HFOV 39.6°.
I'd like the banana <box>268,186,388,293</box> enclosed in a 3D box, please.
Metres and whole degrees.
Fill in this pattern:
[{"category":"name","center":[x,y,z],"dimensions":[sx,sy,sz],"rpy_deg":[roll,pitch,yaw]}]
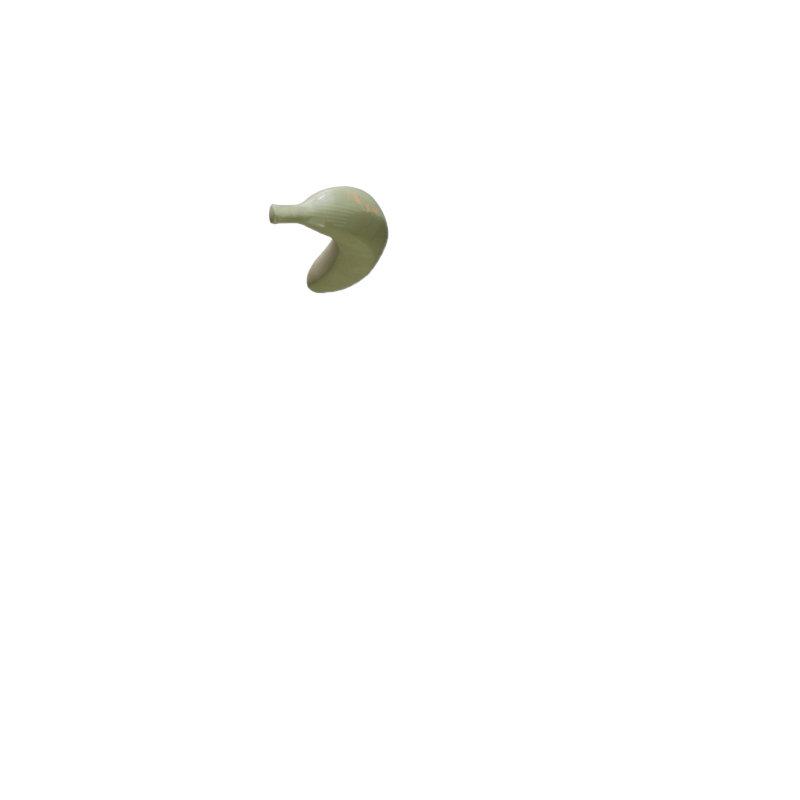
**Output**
[{"category":"banana","center":[-0.042,-0.111,0.765],"dimensions":[0.070,0.038,0.190],"rpy_deg":[-1,-10,4]}]
